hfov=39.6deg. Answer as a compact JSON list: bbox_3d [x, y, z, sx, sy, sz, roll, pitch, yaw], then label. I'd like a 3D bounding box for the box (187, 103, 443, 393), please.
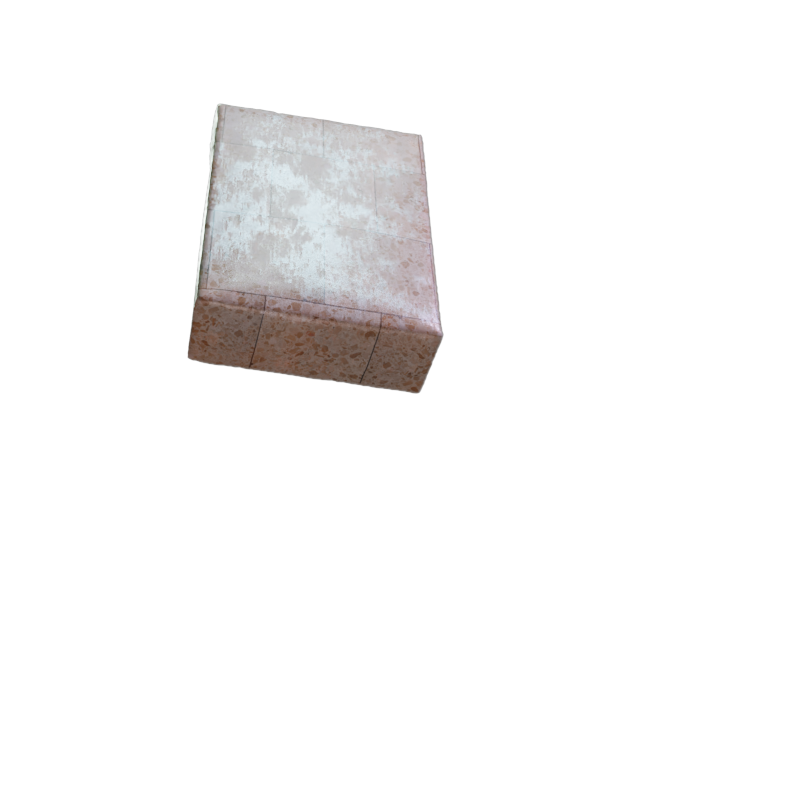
[{"bbox_3d":[-0.063,-0.114,0.801,0.162,0.230,0.068,6,-44,-10],"label":"box"}]
